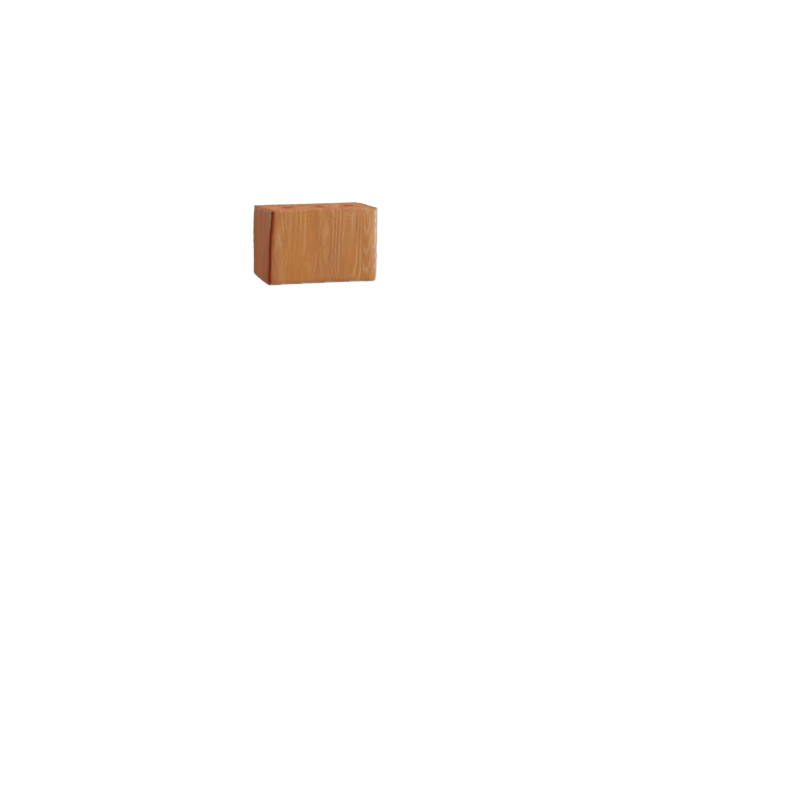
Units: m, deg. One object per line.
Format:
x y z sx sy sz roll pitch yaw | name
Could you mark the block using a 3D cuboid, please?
-0.061 -0.110 0.774 0.076 0.050 0.055 -4 13 -18 | block
